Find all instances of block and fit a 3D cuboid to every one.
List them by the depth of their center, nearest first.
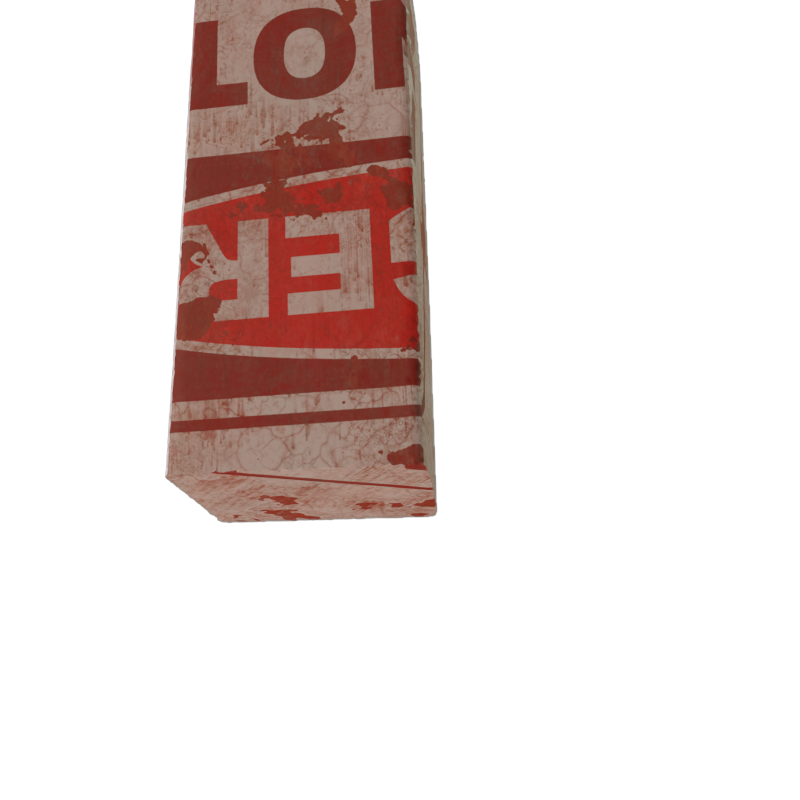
[{"bbox_3d":[-0.035,-0.064,0.449,0.091,0.217,0.085,-4,-23,6],"label":"block"}]
